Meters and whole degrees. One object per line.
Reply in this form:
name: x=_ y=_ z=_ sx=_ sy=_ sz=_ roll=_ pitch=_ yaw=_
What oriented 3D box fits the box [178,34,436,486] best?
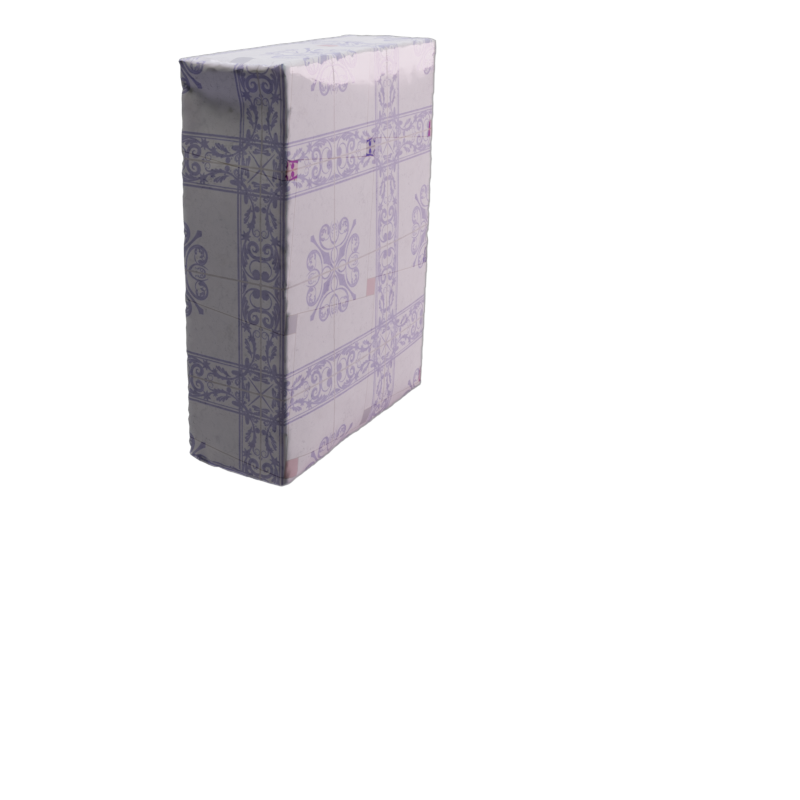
box: x=-0.048 y=-0.087 z=0.608 sx=0.075 sy=0.206 sz=0.164 roll=9 pitch=20 yaw=26
